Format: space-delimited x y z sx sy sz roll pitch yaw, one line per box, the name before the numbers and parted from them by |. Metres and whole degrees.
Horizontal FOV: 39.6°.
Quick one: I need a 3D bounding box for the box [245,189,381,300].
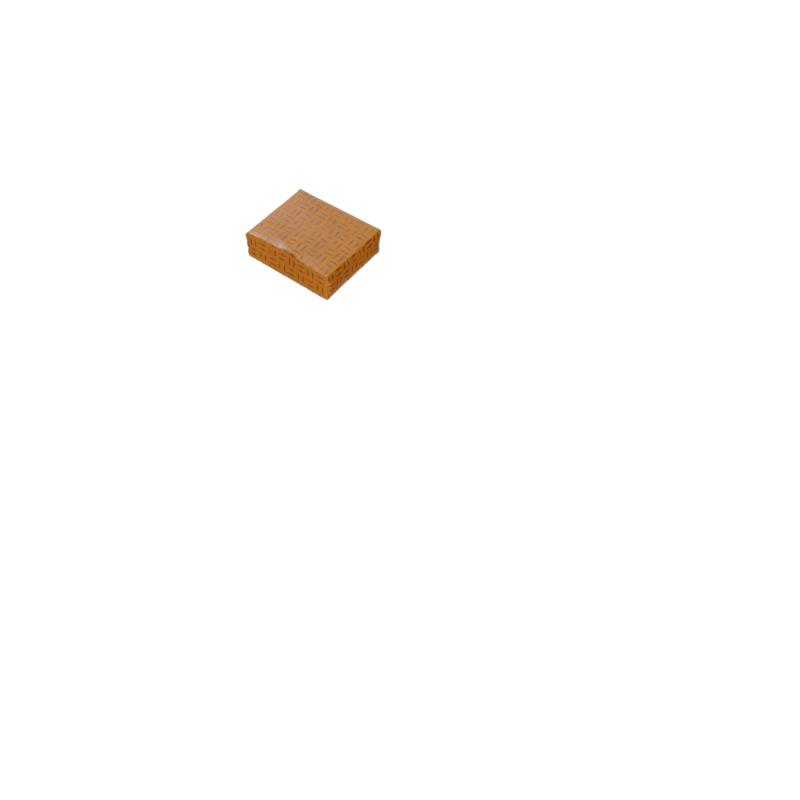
box | -0.073 -0.133 0.929 0.094 0.028 0.074 30 54 24
